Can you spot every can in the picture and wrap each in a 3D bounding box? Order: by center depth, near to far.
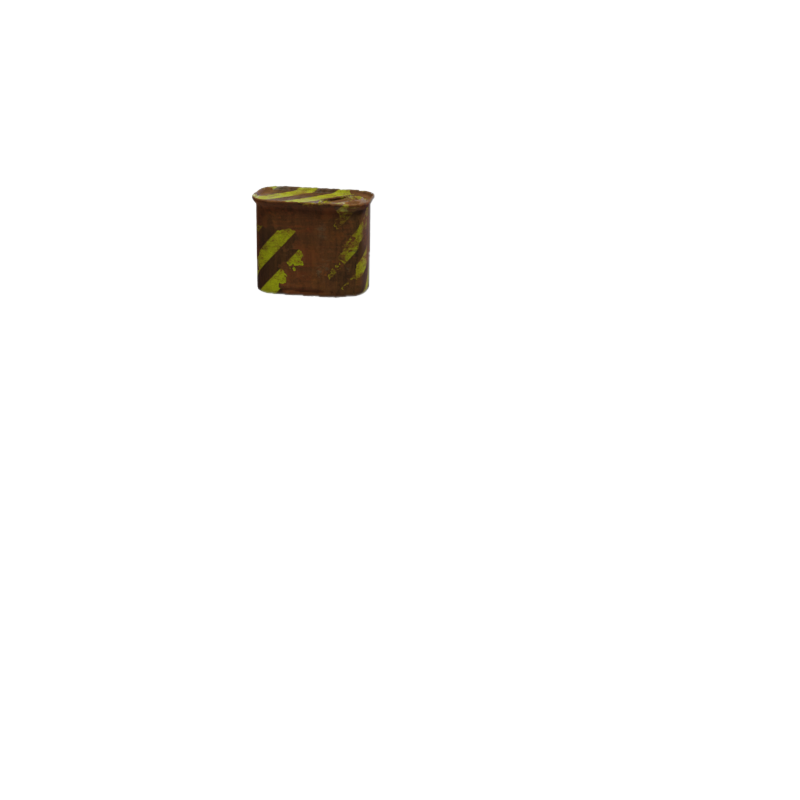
[{"bbox_3d":[-0.075,-0.136,0.954,0.104,0.081,0.059,5,18,11],"label":"can"}]
